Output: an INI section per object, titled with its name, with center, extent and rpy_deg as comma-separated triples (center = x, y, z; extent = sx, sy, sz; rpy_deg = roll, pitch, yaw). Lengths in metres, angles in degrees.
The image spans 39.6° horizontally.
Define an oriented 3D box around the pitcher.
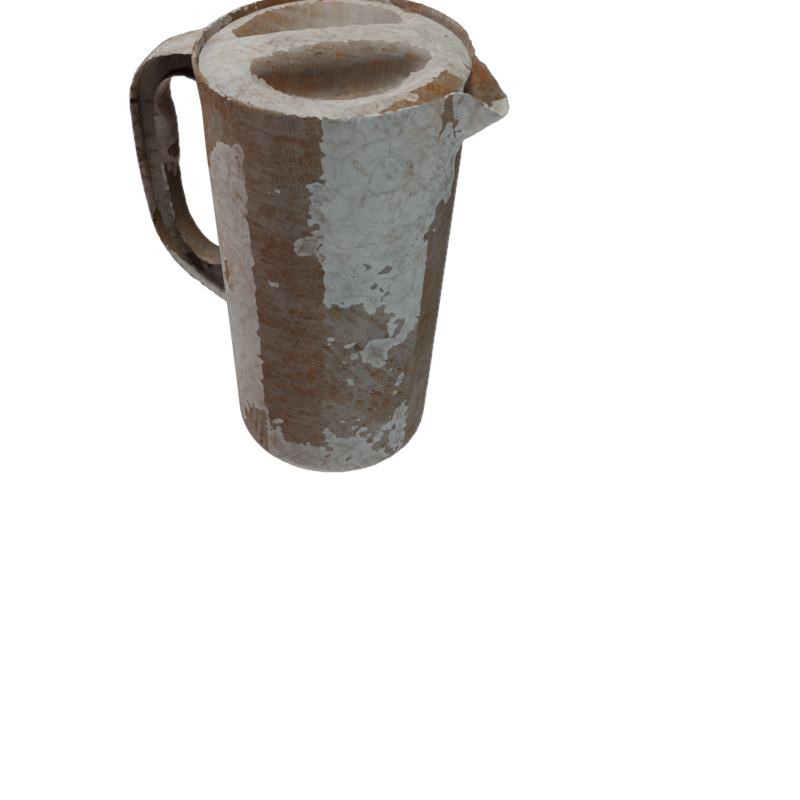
[pitcher]
center = -0.046, -0.084, 0.585
extent = 0.143, 0.227, 0.161
rpy_deg = -19, 44, -24
